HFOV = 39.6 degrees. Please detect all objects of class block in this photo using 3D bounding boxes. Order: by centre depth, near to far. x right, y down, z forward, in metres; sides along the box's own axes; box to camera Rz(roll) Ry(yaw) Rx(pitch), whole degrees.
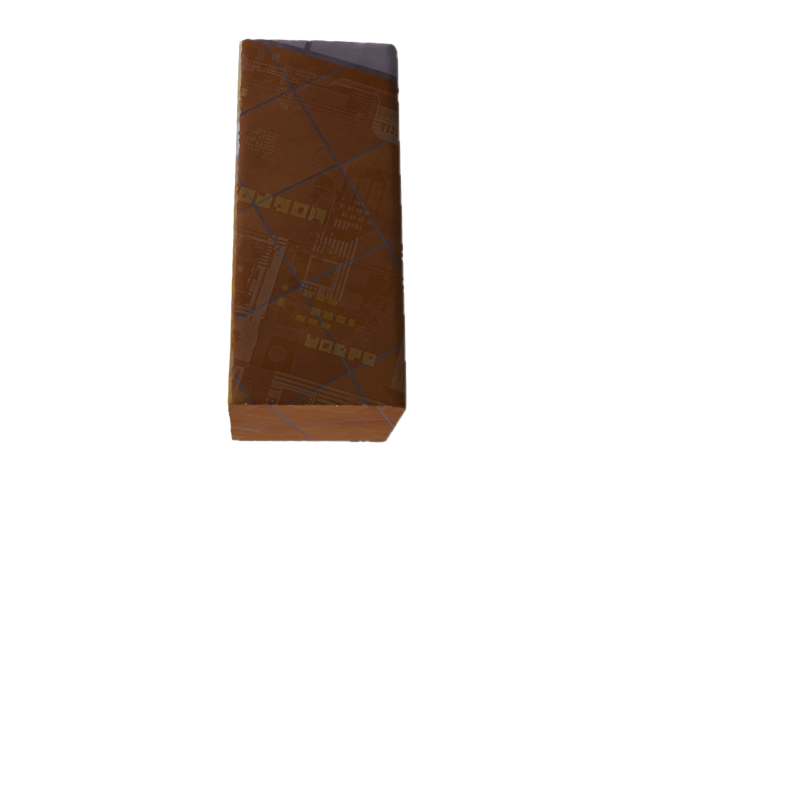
[{"bbox_3d":[-0.048,-0.088,0.618,0.090,0.216,0.087,1,-20,-6],"label":"block"}]
